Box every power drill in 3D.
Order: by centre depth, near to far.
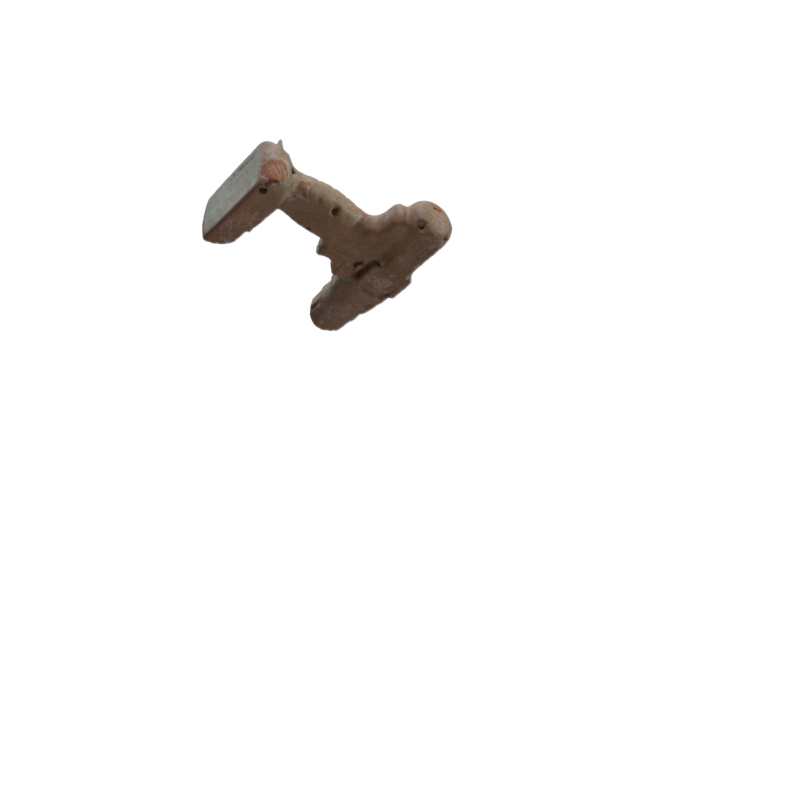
[{"bbox_3d":[-0.077,-0.140,0.978,0.178,0.061,0.181,23,-43,-28],"label":"power drill"}]
